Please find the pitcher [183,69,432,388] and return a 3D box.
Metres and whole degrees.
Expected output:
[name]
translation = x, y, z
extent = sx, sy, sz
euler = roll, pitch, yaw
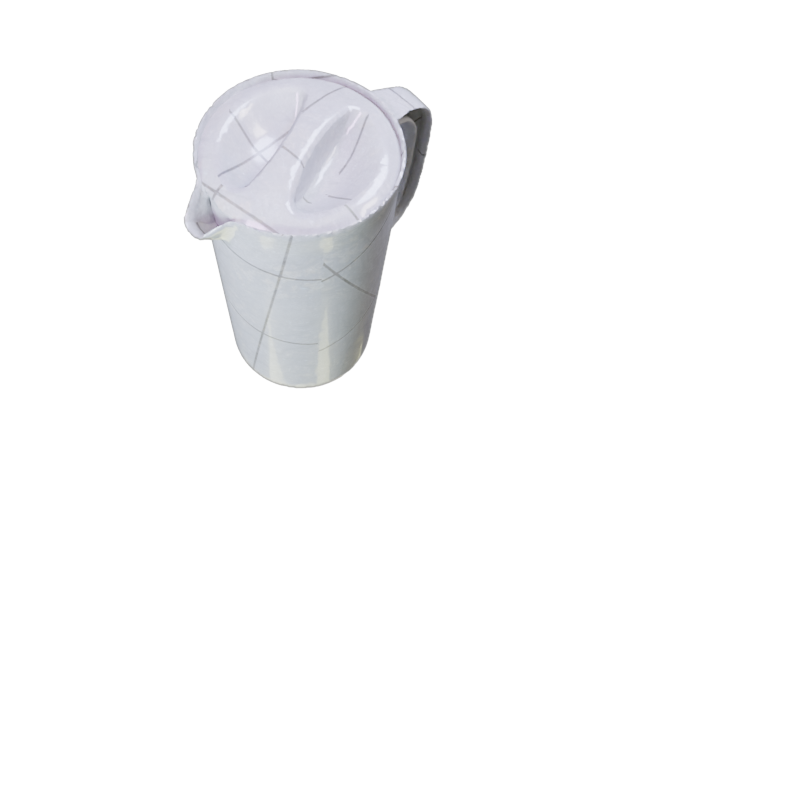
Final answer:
[pitcher]
translation = -0.062, -0.112, 0.787
extent = 0.150, 0.154, 0.229
euler = 6, -28, 0
